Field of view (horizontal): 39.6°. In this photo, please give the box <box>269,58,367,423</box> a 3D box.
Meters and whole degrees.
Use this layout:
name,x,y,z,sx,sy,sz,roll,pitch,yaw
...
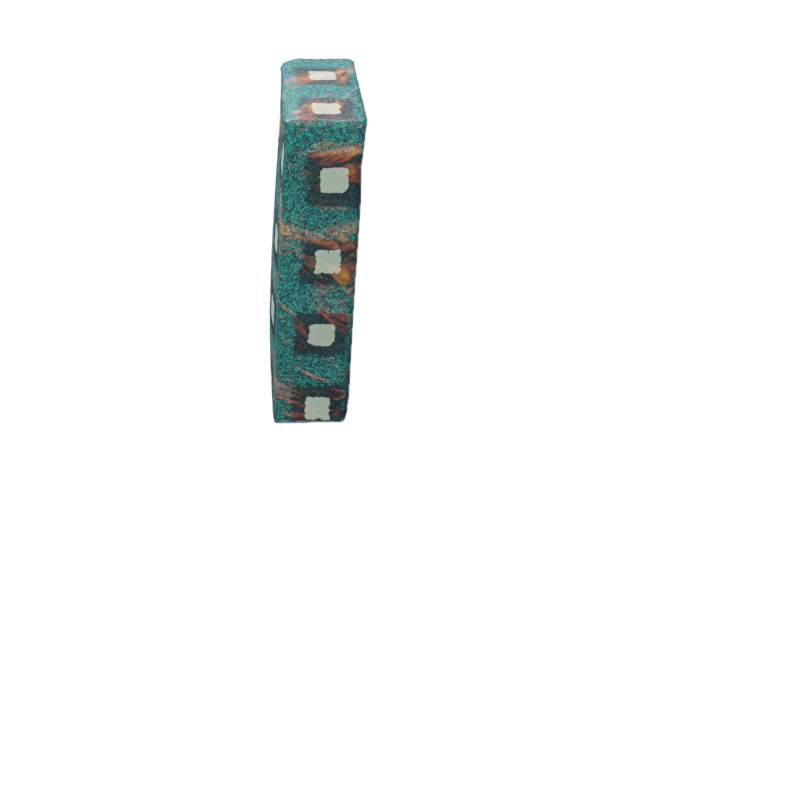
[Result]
name,x,y,z,sx,sy,sz,roll,pitch,yaw
box,-0.047,-0.085,0.592,0.048,0.166,0.100,-1,31,-6
